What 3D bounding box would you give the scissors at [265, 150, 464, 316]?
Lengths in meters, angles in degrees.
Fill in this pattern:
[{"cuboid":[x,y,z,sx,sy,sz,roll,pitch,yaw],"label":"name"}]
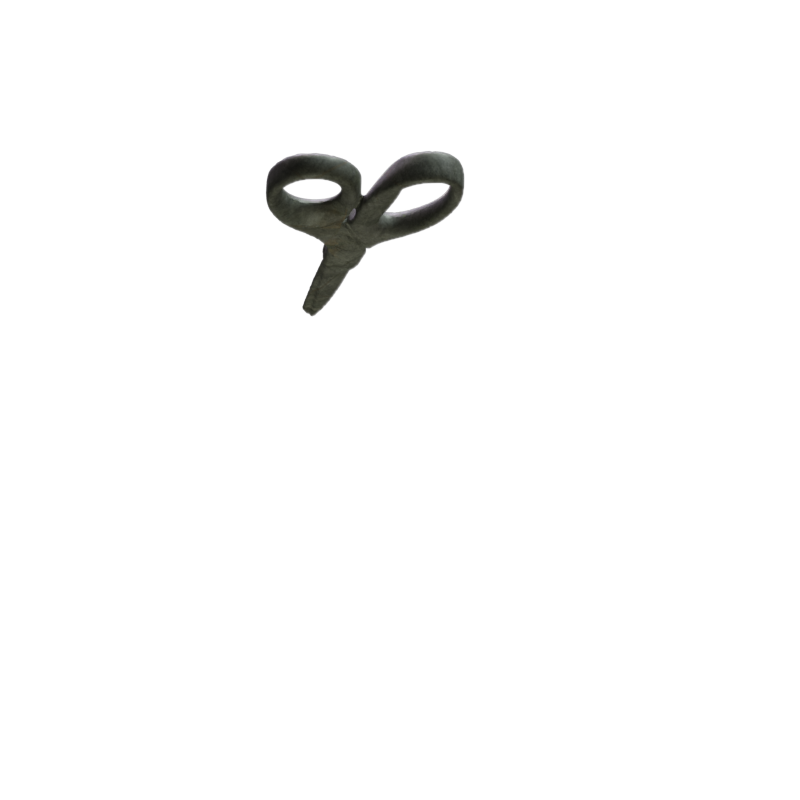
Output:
[{"cuboid":[-0.043,-0.079,0.550,0.092,0.016,0.201,9,-18,-28],"label":"scissors"}]
